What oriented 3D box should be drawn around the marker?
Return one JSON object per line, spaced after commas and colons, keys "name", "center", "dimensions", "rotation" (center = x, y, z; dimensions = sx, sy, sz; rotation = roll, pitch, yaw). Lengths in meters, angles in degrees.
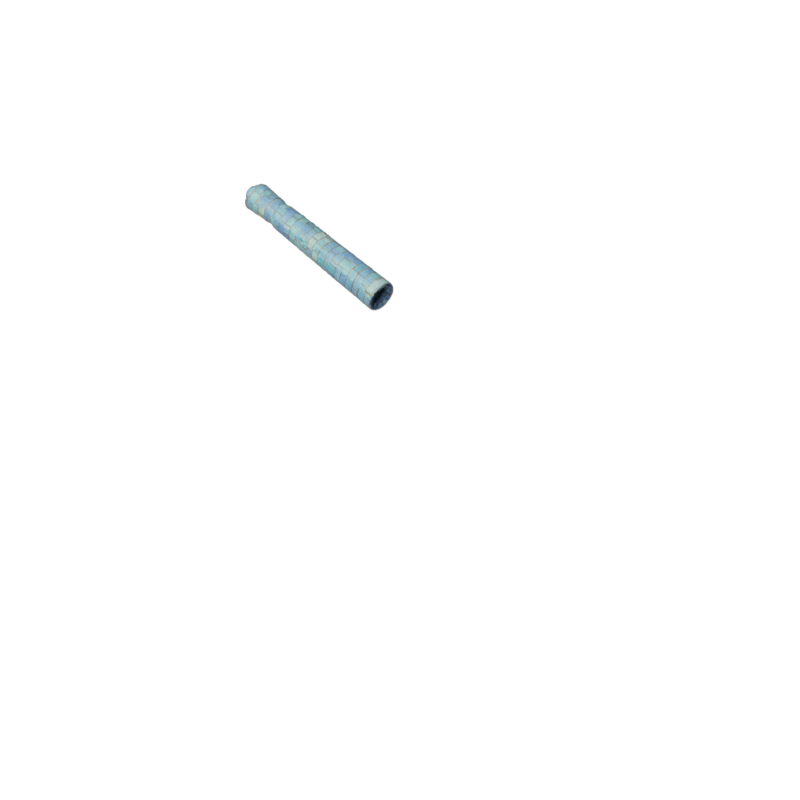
{"name": "marker", "center": [-0.052, -0.094, 0.659], "dimensions": [0.019, 0.019, 0.130], "rotation": [-3, 36, -49]}
